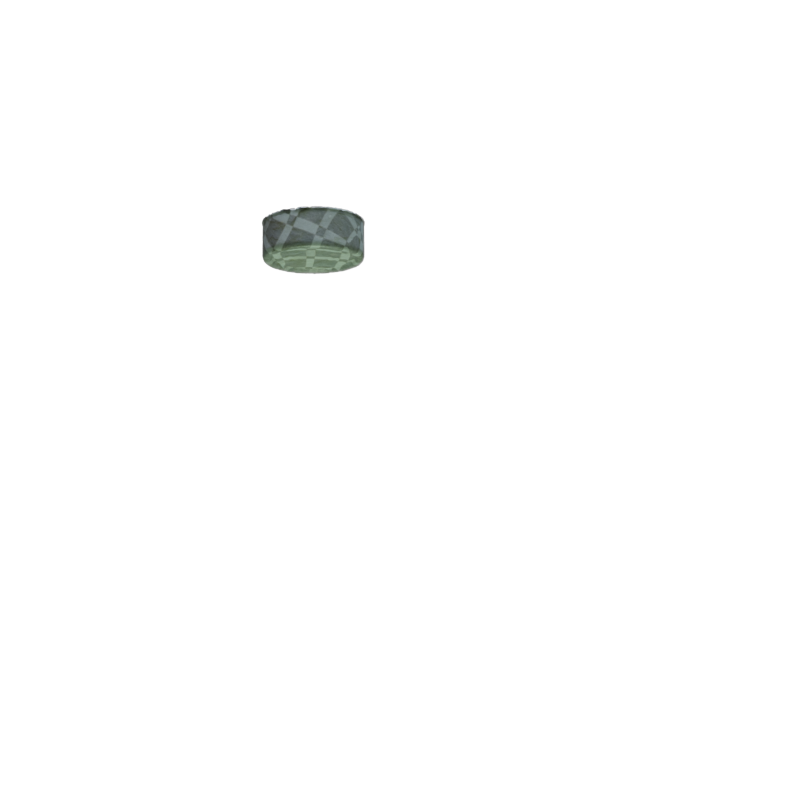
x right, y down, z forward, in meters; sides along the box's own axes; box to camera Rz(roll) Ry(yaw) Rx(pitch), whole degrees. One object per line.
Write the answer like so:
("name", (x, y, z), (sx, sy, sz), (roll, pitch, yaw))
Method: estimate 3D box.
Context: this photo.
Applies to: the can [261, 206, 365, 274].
("can", (-0.072, -0.131, 0.918), (0.086, 0.035, 0.083), (0, -11, -2))
